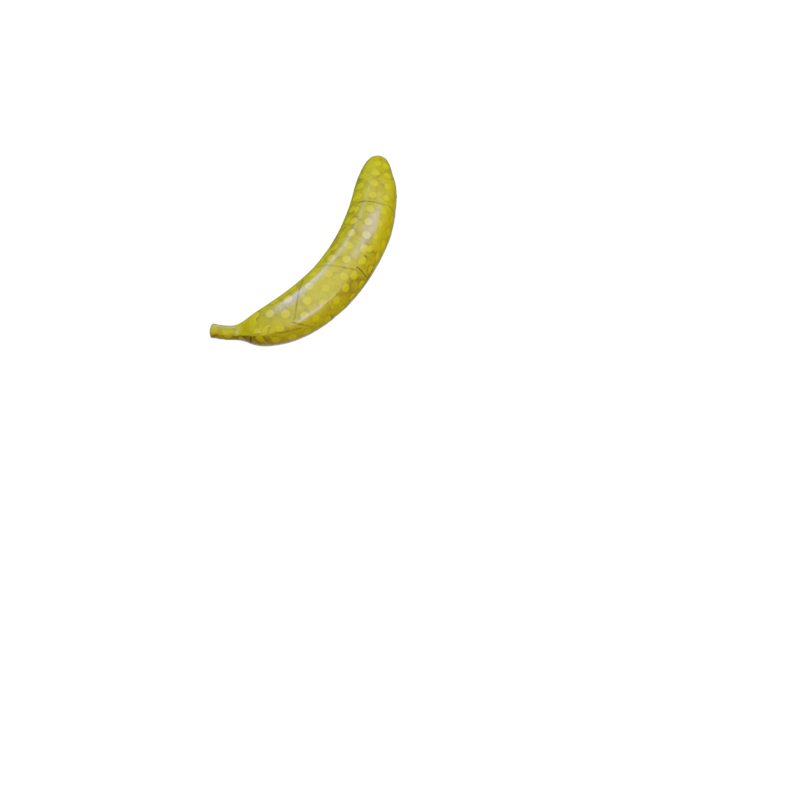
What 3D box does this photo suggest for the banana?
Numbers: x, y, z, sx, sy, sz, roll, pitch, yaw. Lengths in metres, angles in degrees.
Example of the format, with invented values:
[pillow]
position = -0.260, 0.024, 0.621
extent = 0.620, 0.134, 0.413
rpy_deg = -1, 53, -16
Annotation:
[banana]
position = -0.052, -0.104, 0.816
extent = 0.072, 0.201, 0.035
rpy_deg = 34, -23, 16
